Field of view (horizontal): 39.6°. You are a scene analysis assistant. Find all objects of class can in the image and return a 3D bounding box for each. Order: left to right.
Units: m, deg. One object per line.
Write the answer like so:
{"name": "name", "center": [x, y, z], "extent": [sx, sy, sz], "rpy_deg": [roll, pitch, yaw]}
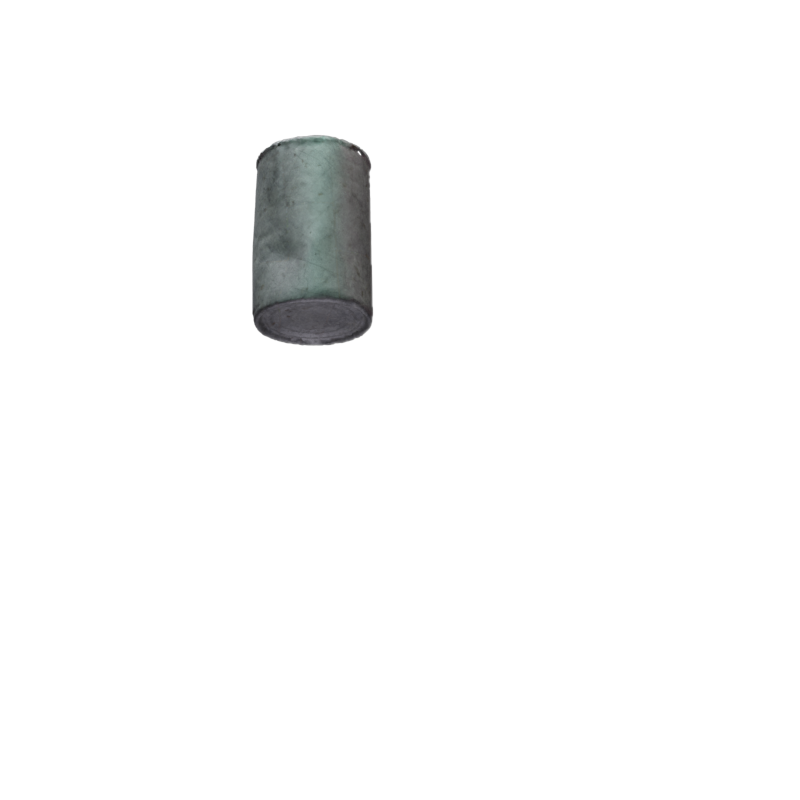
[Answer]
{"name": "can", "center": [-0.049, -0.090, 0.631], "extent": [0.068, 0.108, 0.065], "rpy_deg": [0, -24, -2]}
